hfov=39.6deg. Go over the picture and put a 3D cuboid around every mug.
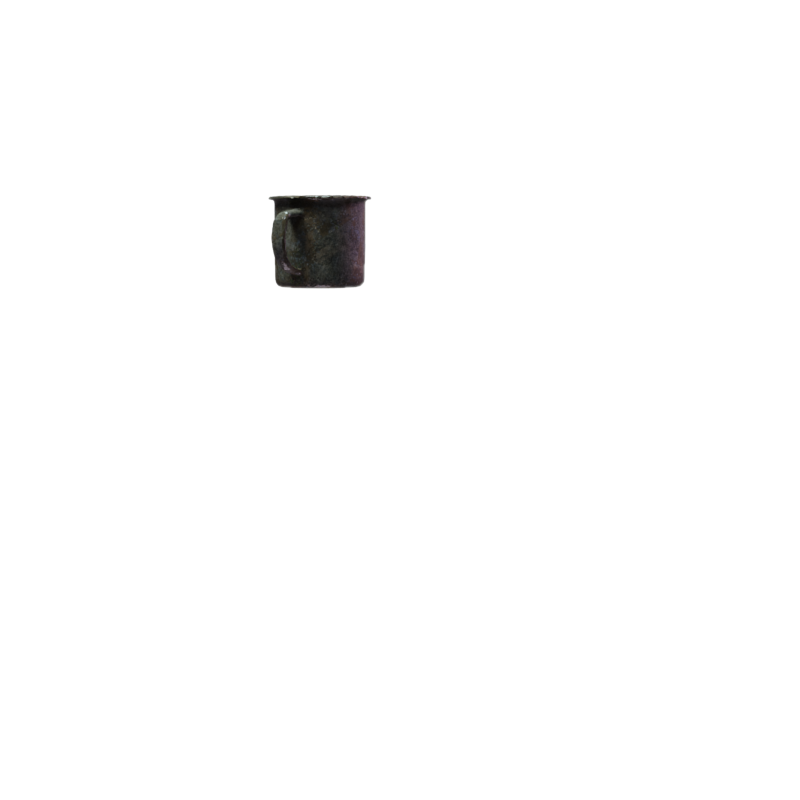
[{"bbox_3d":[-0.078,-0.142,0.993,0.096,0.081,0.114,3,7,27],"label":"mug"}]
